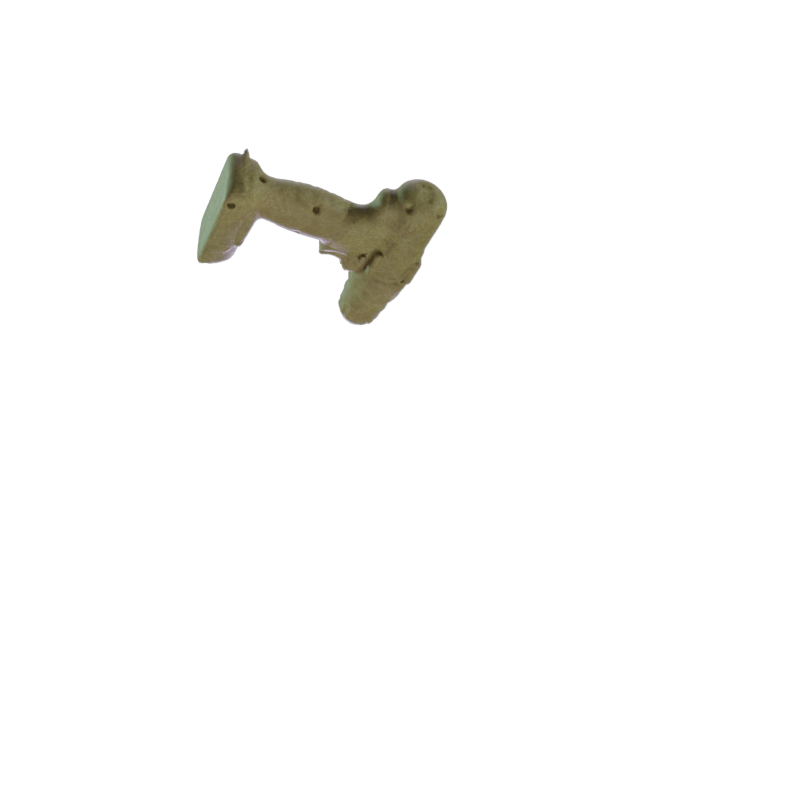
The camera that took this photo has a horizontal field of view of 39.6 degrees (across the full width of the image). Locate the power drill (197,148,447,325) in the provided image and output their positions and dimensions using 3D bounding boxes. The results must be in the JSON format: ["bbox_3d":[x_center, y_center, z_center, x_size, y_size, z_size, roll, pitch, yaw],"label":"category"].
[{"bbox_3d":[-0.074,-0.135,0.947,0.183,0.061,0.177,11,-36,-16],"label":"power drill"}]
